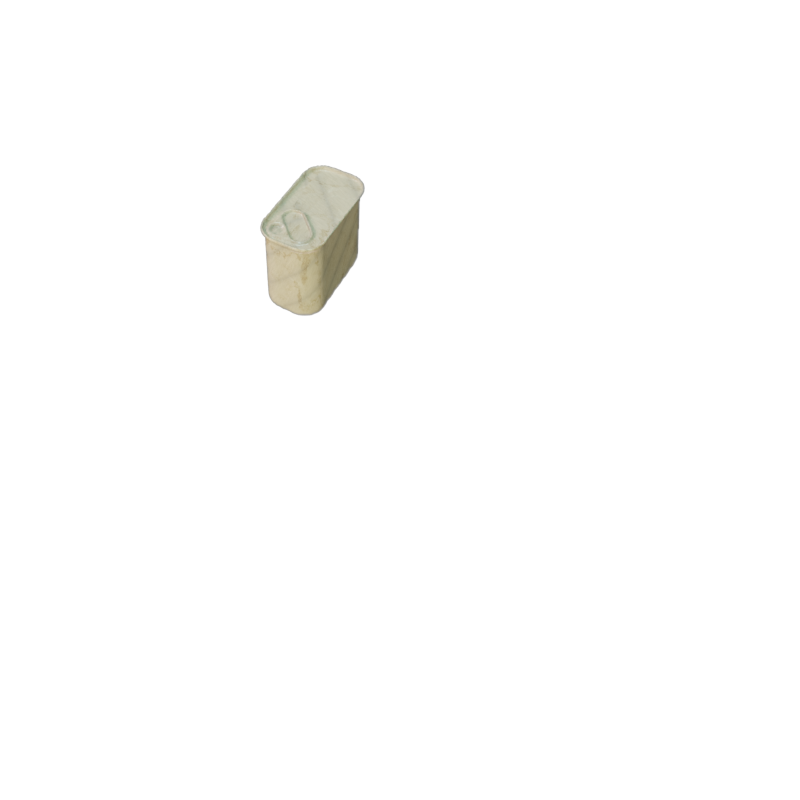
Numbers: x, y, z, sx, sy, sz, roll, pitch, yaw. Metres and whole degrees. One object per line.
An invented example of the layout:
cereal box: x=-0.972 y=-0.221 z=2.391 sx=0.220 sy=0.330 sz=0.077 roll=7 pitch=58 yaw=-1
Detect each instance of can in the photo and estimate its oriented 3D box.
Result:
can: x=-0.074 y=-0.134 z=0.941 sx=0.060 sy=0.105 sz=0.078 roll=21 pitch=-39 yaw=15
